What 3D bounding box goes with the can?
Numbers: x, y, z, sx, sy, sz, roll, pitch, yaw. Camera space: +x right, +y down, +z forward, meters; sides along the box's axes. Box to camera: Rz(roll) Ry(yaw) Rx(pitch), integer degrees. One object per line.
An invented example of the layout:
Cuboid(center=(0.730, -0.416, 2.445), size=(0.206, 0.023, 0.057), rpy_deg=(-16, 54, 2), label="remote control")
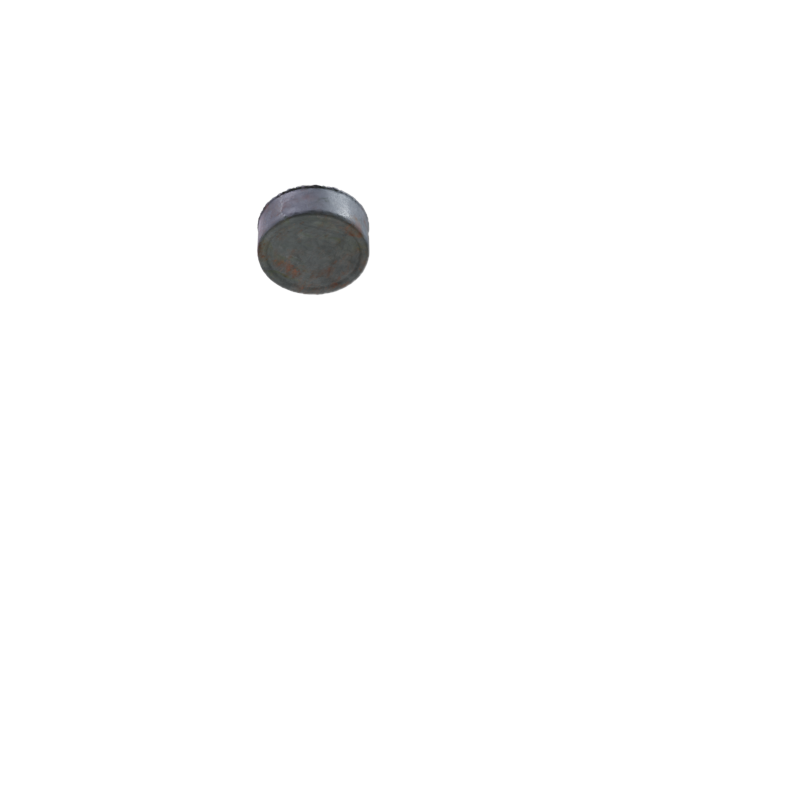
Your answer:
Cuboid(center=(-0.066, -0.120, 0.838), size=(0.086, 0.036, 0.080), rpy_deg=(1, -43, -1), label="can")
